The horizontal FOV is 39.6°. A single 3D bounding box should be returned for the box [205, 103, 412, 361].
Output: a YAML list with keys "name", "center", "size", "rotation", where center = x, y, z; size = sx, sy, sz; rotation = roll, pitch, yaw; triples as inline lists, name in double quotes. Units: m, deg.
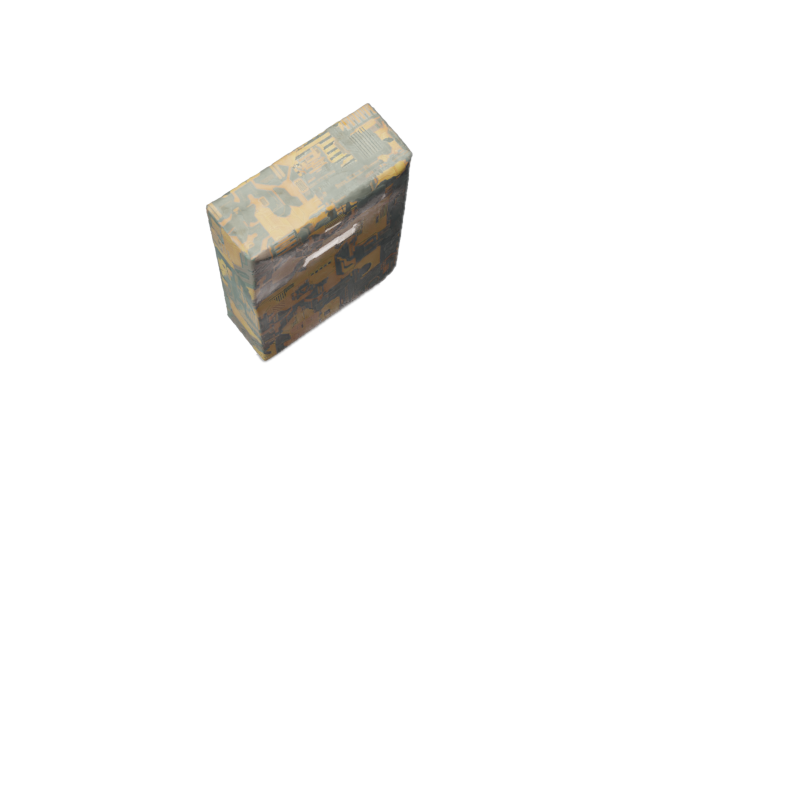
- name: "box"
  center: [-0.076, -0.138, 0.966]
  size: [0.165, 0.075, 0.203]
  rotation: [-36, -14, -16]
